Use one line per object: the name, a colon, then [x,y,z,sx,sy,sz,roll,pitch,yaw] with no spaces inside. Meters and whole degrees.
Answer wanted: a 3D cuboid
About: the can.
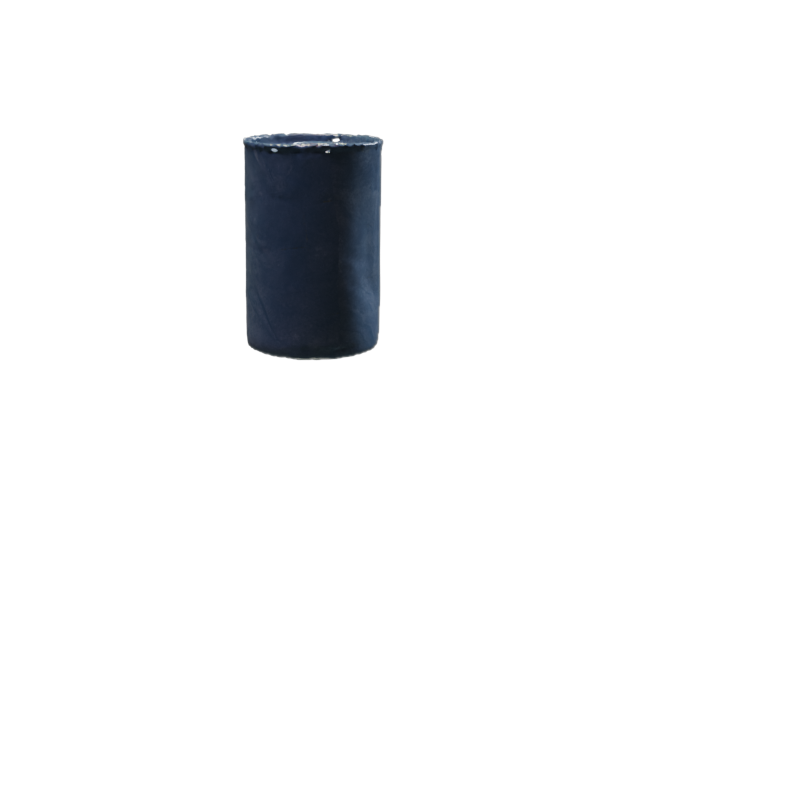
can: [-0.043,-0.078,0.544,0.068,0.099,0.071,0,13,-2]
